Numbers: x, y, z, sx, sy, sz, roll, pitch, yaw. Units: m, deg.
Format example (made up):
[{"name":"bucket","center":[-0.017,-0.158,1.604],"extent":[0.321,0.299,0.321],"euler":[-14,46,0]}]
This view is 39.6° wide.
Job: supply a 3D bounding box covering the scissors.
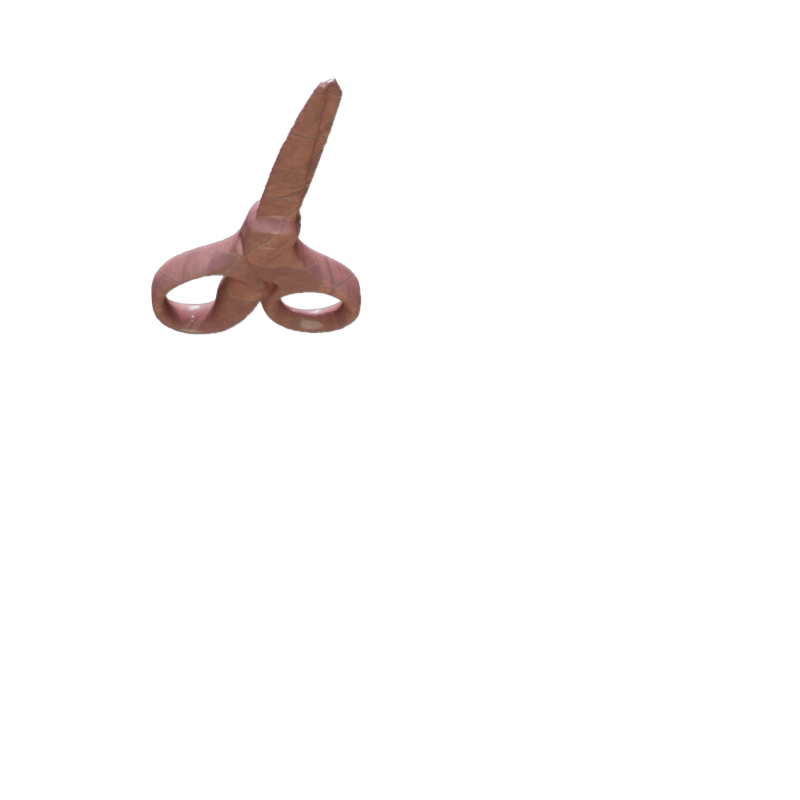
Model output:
[{"name":"scissors","center":[-0.032,-0.059,0.412],"extent":[0.092,0.016,0.201],"euler":[10,-19,-29]}]
